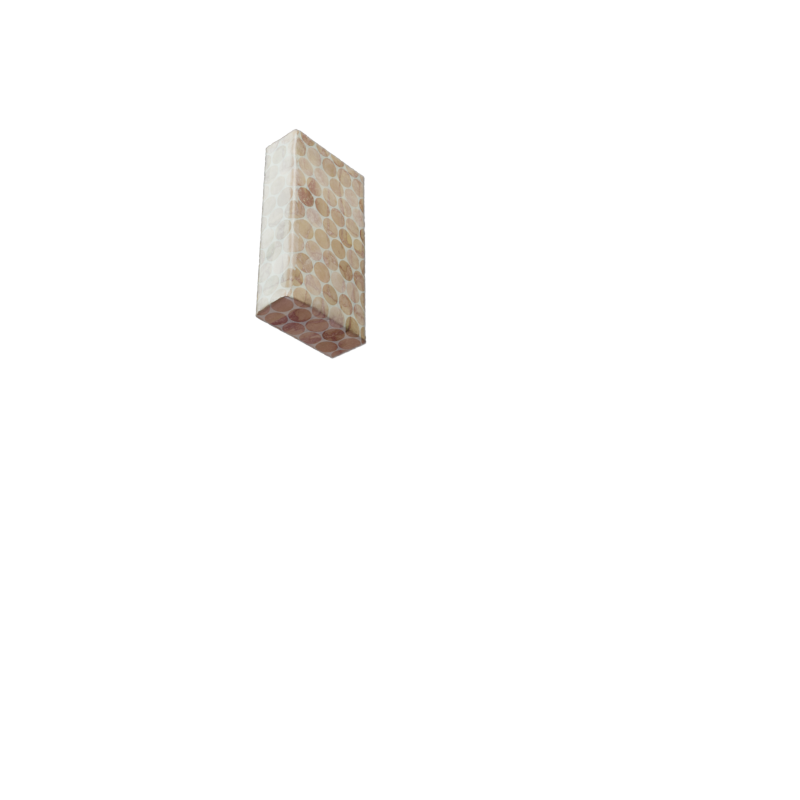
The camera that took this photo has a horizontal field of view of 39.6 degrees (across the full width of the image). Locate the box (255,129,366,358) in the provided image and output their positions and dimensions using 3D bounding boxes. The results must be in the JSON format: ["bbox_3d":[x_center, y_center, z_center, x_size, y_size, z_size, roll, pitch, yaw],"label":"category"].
[{"bbox_3d":[-0.073,-0.134,0.937,0.048,0.189,0.087,-29,-43,32],"label":"box"}]
